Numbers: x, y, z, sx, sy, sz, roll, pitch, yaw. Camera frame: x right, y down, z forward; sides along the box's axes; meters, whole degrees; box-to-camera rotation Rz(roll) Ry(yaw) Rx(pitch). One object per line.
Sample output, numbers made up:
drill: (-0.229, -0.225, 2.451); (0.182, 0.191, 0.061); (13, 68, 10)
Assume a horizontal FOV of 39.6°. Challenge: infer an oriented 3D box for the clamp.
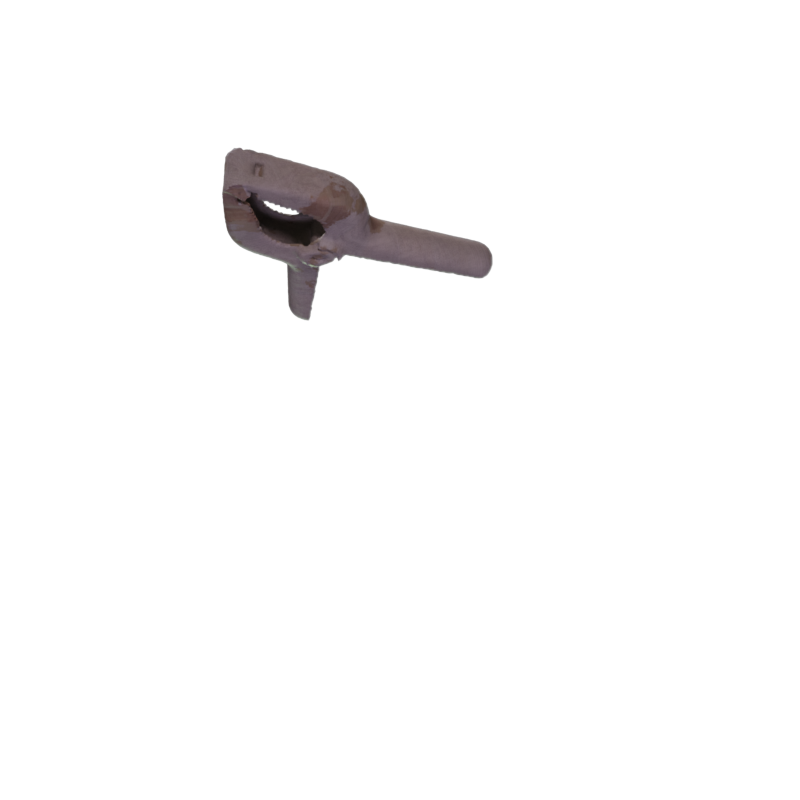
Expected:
clamp: (-0.059, -0.107, 0.752); (0.167, 0.038, 0.196); (-16, -26, 35)
